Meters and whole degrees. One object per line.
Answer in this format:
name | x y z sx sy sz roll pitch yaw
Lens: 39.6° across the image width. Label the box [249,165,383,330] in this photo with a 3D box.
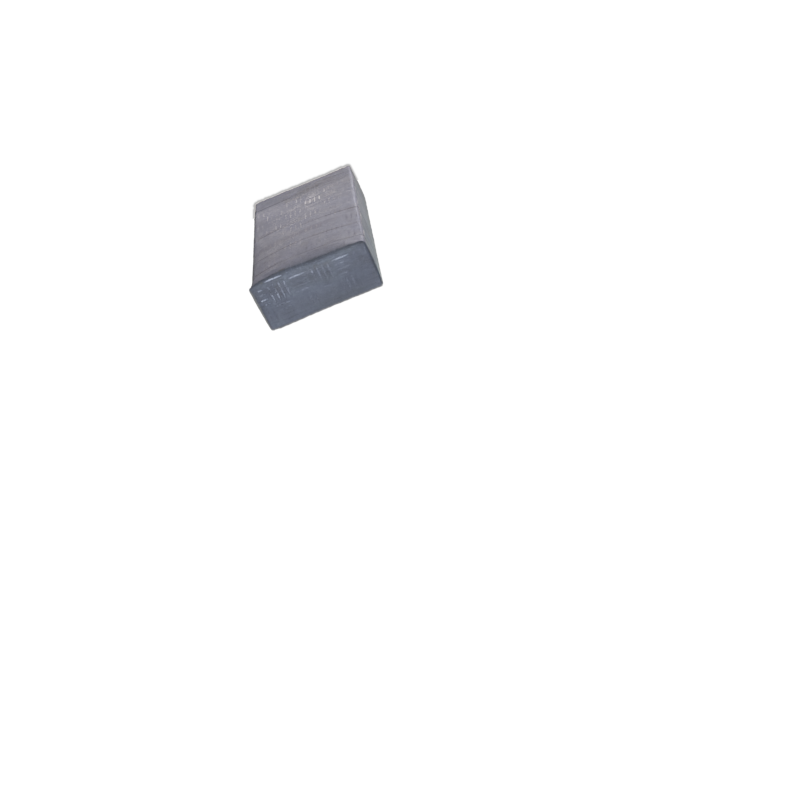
box | -0.069 -0.126 0.881 0.093 0.045 0.186 -21 26 7
